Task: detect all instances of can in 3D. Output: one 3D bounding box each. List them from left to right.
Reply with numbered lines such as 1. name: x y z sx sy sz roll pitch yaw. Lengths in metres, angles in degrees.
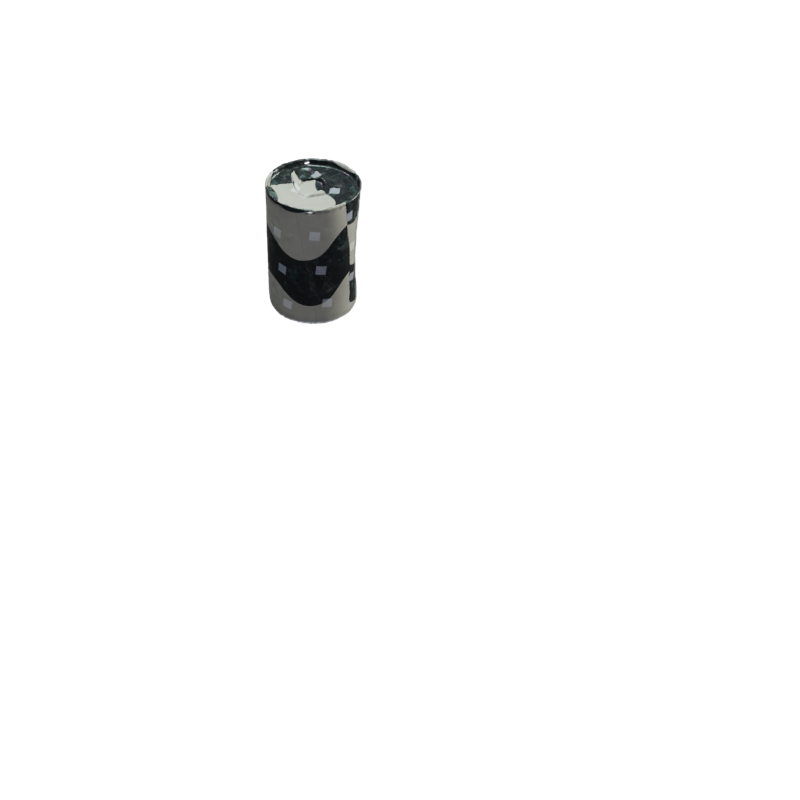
1. can: -0.063 -0.115 0.804 0.068 0.095 0.073 0 39 -3
